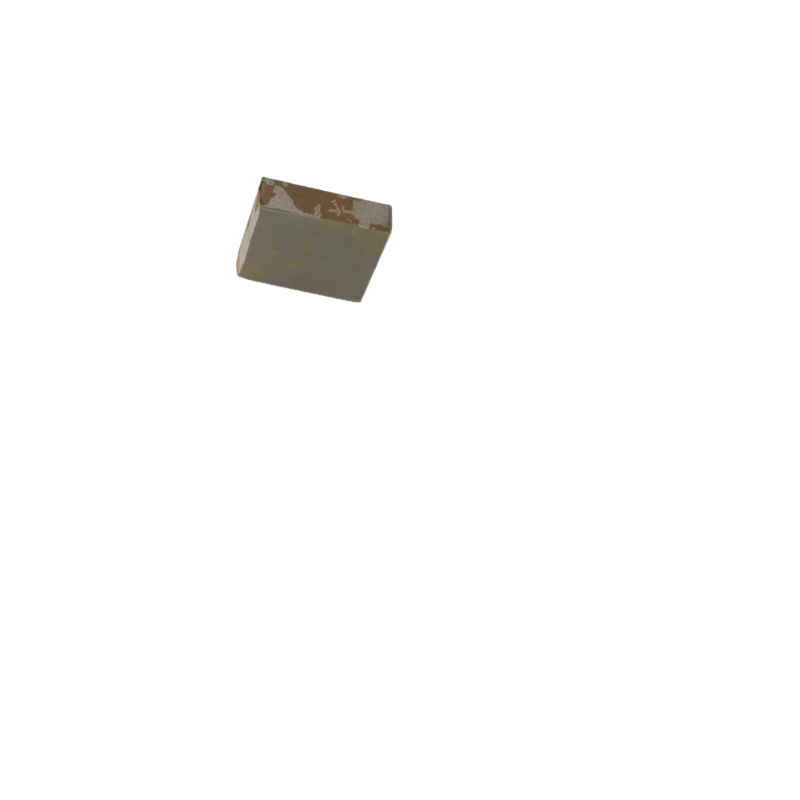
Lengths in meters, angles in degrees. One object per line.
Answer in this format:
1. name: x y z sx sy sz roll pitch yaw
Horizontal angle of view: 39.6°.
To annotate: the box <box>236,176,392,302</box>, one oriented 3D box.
1. box: -0.072 -0.131 0.917 0.111 0.042 0.085 11 -43 -12
